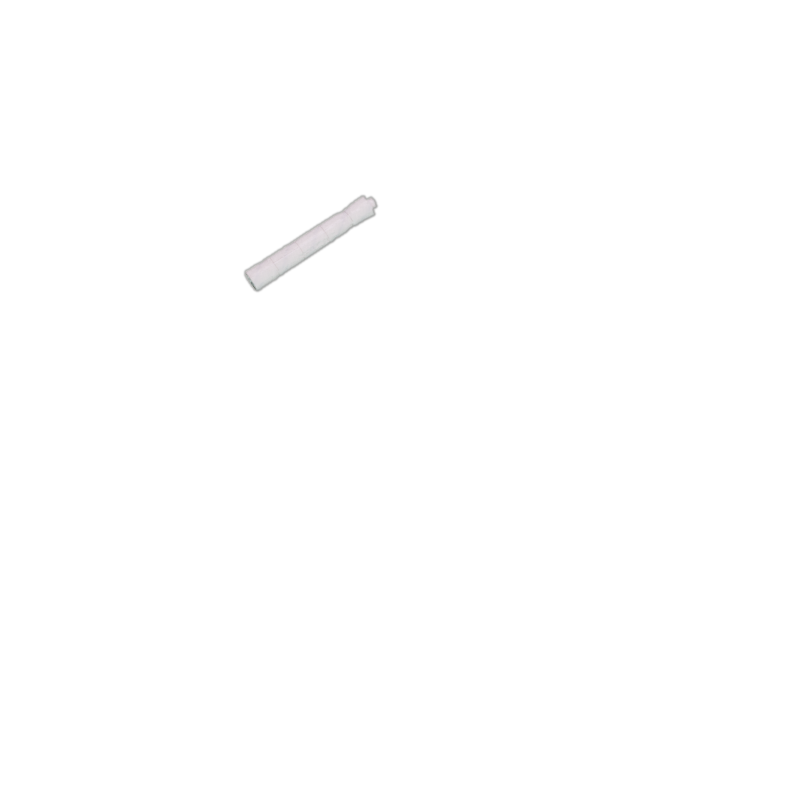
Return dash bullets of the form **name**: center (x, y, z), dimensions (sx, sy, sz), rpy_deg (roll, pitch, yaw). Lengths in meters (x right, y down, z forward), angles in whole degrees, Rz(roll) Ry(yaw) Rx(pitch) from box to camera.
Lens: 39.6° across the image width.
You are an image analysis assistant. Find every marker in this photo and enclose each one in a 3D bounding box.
- **marker**: center (-0.070, -0.127, 0.892), dimensions (0.121, 0.019, 0.020), rpy_deg (-35, 12, -11)
